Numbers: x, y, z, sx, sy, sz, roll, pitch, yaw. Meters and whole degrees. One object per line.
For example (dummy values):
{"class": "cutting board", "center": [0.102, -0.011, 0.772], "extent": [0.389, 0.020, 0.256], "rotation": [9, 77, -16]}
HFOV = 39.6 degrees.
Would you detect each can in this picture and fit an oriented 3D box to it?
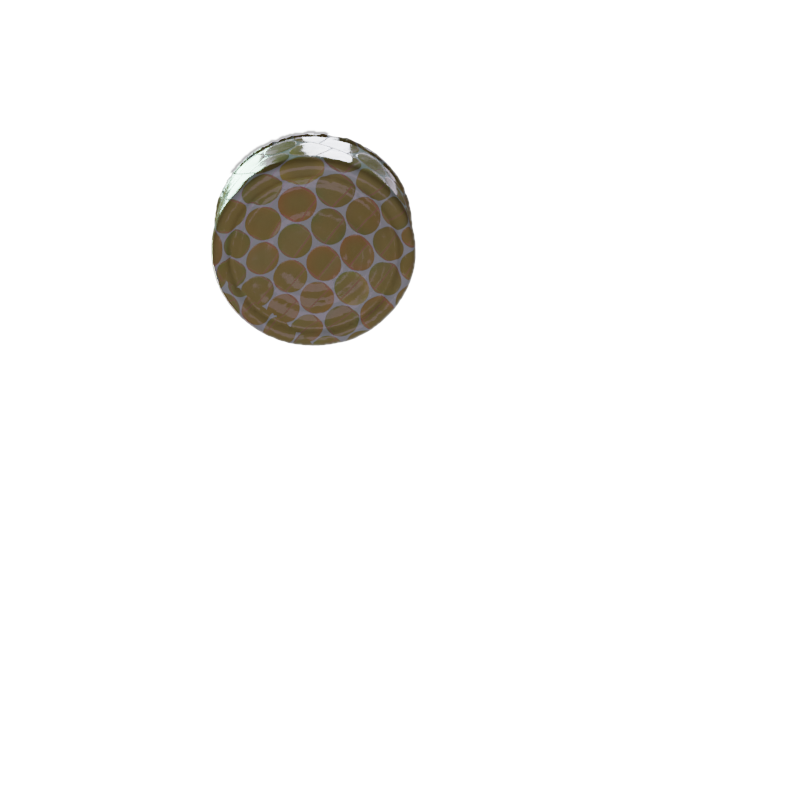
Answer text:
{"class": "can", "center": [-0.037, -0.067, 0.468], "extent": [0.086, 0.081, 0.035], "rotation": [1, 26, -1]}
